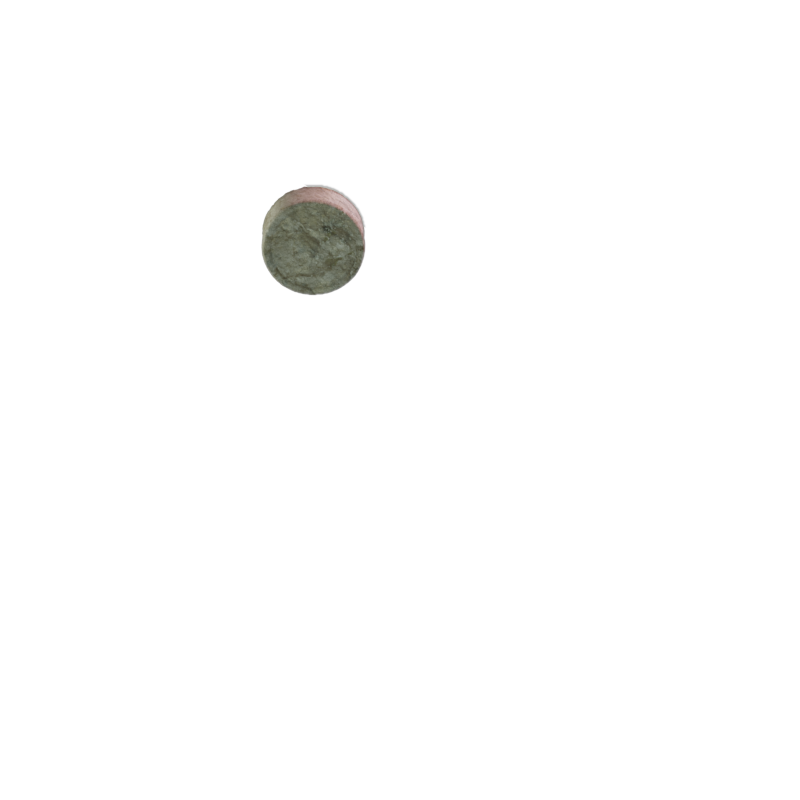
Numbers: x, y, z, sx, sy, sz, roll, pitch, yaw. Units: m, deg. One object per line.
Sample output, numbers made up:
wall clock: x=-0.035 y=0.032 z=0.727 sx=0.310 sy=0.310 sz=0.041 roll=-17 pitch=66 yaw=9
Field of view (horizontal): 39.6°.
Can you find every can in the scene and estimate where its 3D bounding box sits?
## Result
can: x=-0.071 y=-0.130 z=0.910 sx=0.086 sy=0.081 sz=0.035 roll=1 pitch=26 yaw=-1
